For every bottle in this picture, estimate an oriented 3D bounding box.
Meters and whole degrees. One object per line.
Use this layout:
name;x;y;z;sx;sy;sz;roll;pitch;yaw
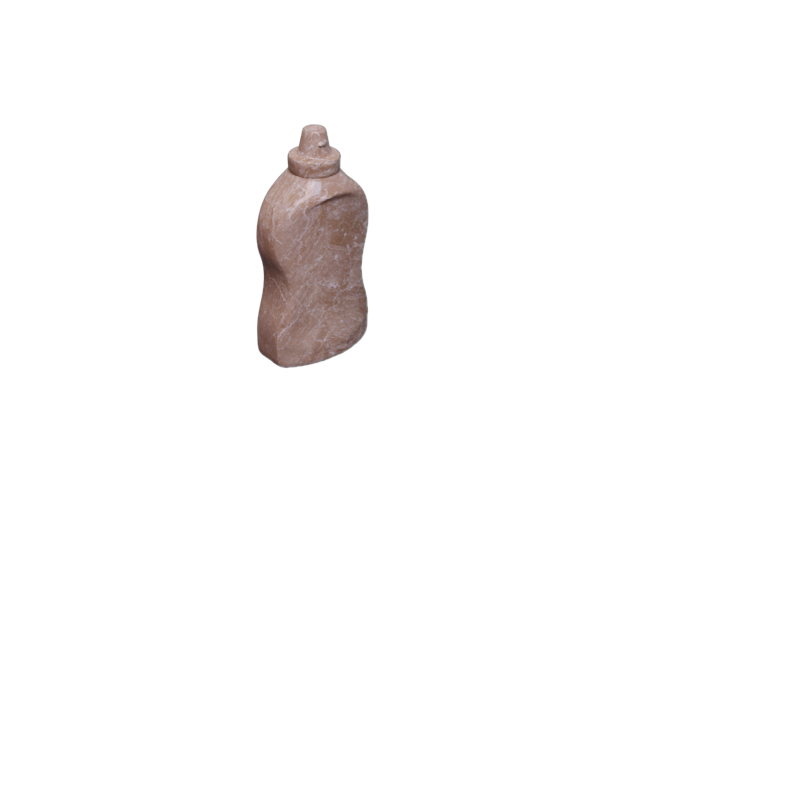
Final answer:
bottle;-0.068;-0.125;0.876;0.095;0.181;0.063;-19;35;-34
